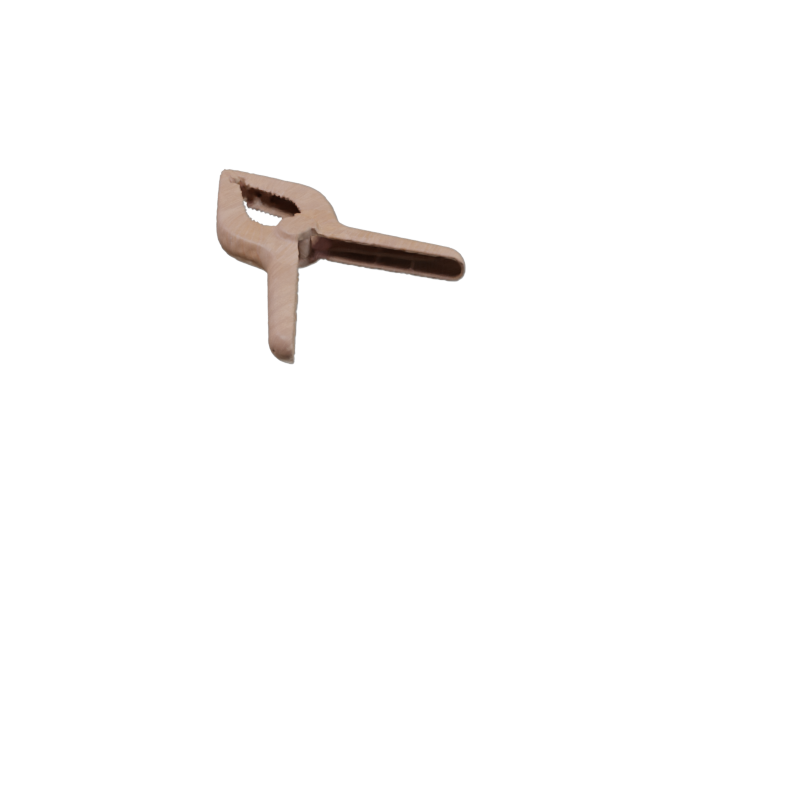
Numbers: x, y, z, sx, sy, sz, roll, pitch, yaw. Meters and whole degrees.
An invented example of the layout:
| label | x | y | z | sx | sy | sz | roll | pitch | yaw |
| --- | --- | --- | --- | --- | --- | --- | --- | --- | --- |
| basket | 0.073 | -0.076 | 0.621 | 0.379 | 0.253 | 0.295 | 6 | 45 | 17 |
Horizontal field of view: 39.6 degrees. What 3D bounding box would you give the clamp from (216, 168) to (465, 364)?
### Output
| label | x | y | z | sx | sy | sz | roll | pitch | yaw |
| --- | --- | --- | --- | --- | --- | --- | --- | --- | --- |
| clamp | -0.065 | -0.119 | 0.834 | 0.163 | 0.034 | 0.227 | -21 | 45 | -23 |
